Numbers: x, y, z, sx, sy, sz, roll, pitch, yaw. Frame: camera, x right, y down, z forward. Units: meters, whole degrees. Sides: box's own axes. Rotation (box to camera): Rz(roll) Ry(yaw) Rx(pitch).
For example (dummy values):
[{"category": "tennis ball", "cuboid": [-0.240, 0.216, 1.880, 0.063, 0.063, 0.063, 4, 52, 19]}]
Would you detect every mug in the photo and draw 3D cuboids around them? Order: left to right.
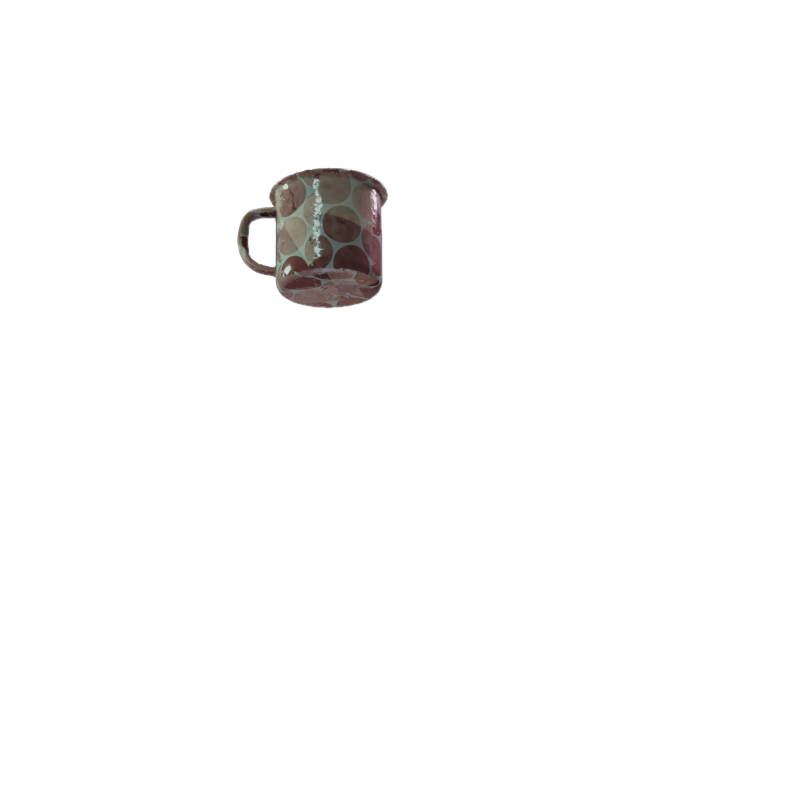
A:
[{"category": "mug", "cuboid": [-0.067, -0.122, 0.853, 0.116, 0.086, 0.089, 1, -20, -5]}]
